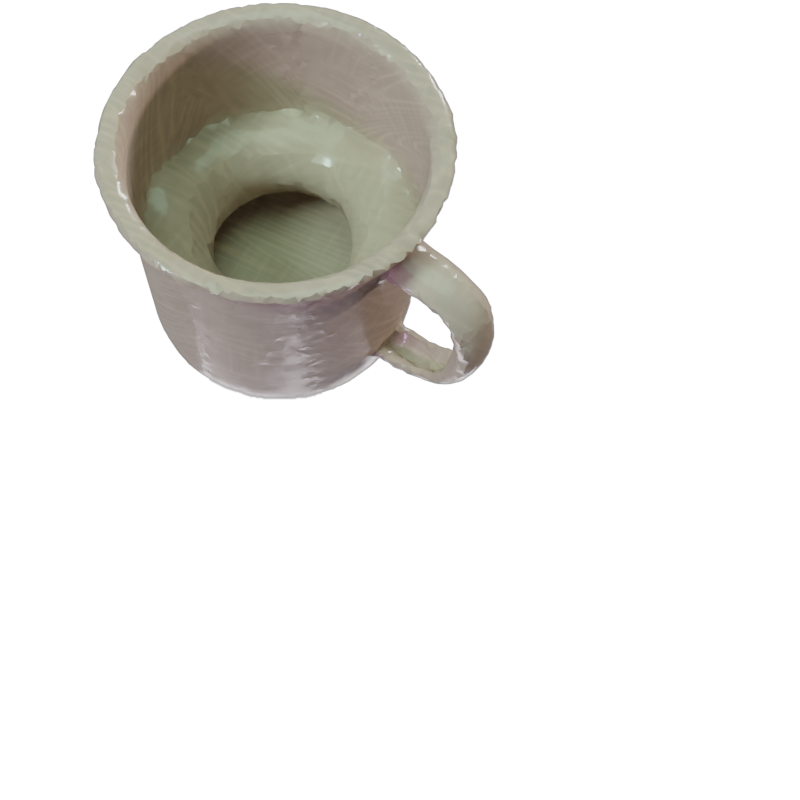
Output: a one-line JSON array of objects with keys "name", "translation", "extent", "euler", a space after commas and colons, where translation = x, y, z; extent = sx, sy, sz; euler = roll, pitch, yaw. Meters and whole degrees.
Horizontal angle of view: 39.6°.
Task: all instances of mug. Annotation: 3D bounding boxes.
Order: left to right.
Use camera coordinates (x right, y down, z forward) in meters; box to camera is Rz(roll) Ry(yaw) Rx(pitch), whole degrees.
[{"name": "mug", "translation": [-0.025, -0.045, 0.314], "extent": [0.122, 0.095, 0.077], "euler": [33, -23, 14]}]
